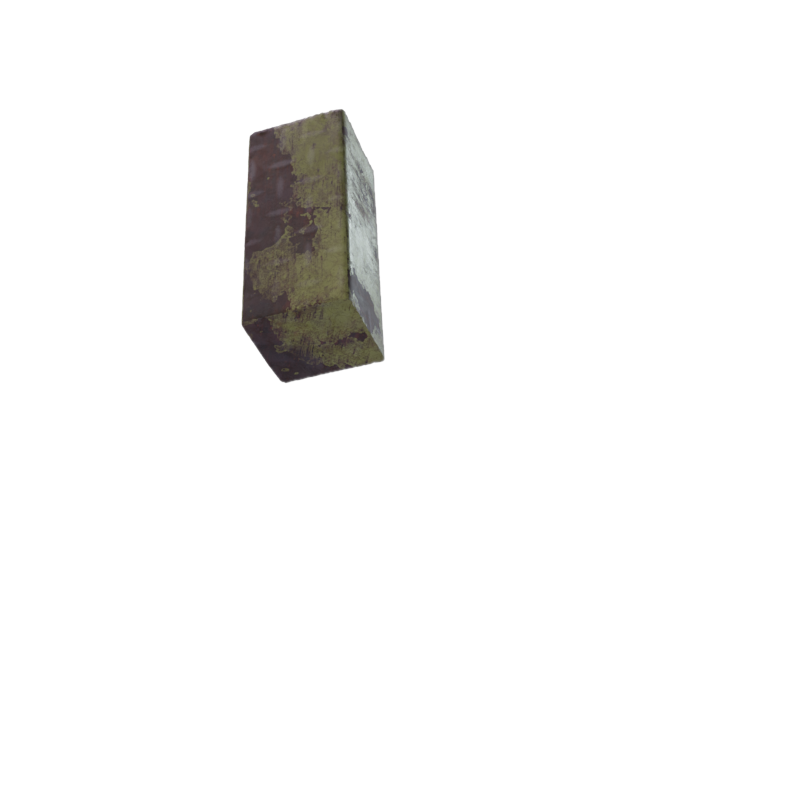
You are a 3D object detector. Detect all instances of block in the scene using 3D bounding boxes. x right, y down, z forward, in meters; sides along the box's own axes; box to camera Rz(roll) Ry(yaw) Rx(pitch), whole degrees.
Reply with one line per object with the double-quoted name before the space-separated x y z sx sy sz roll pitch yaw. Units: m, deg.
"block" -0.073 -0.132 0.921 0.091 0.221 0.083 -14 -39 14
